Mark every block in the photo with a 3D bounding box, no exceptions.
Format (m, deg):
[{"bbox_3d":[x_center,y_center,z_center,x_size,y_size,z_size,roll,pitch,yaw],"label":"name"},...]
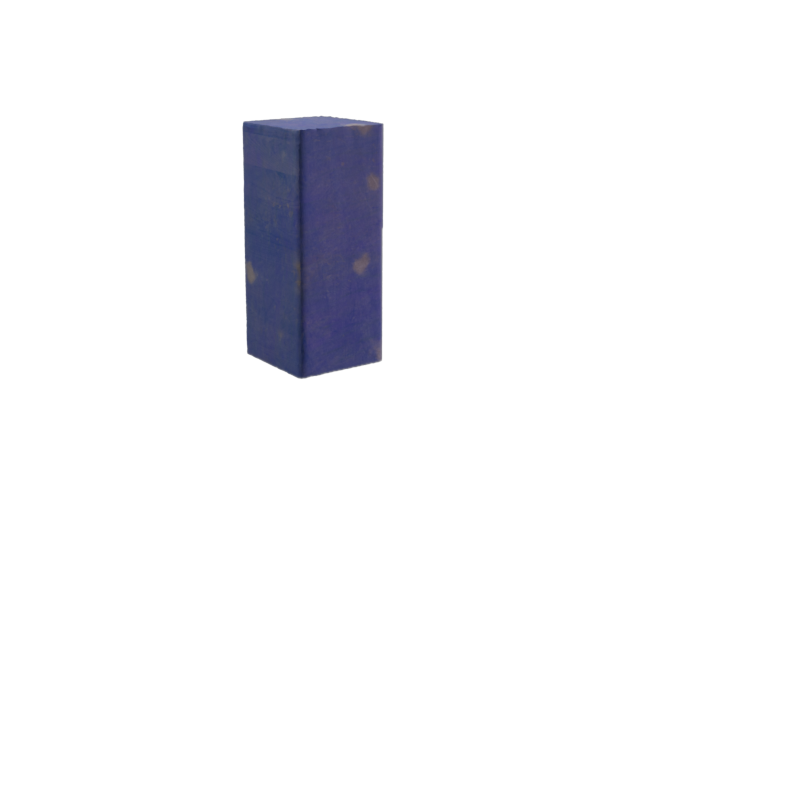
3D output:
[{"bbox_3d":[-0.075,-0.136,0.951,0.088,0.200,0.096,-9,17,-36],"label":"block"}]
